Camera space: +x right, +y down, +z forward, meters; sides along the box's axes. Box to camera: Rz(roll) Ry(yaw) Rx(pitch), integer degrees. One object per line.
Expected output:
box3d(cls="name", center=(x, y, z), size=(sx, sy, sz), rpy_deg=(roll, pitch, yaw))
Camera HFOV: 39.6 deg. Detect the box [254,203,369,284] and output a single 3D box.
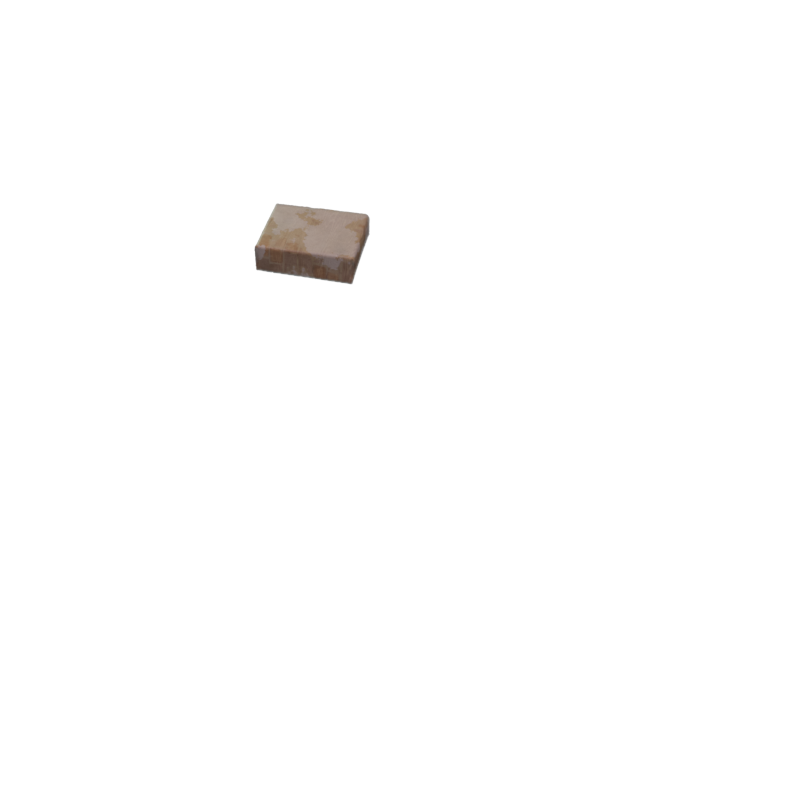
box3d(cls="box", center=(-0.077, -0.140, 0.982), size=(0.091, 0.028, 0.077), rpy_deg=(8, 39, 9))
